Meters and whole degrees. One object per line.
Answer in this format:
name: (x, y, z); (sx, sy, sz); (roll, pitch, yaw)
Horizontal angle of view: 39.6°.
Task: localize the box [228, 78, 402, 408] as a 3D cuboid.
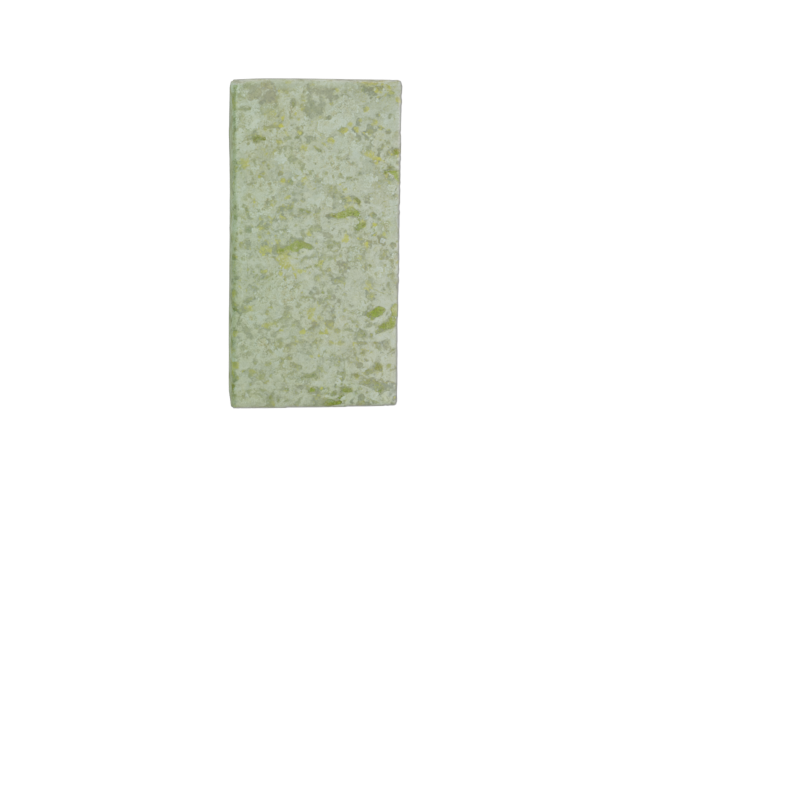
box: (-0.048, -0.086, 0.606); (0.092, 0.173, 0.049); (-1, 8, -7)
